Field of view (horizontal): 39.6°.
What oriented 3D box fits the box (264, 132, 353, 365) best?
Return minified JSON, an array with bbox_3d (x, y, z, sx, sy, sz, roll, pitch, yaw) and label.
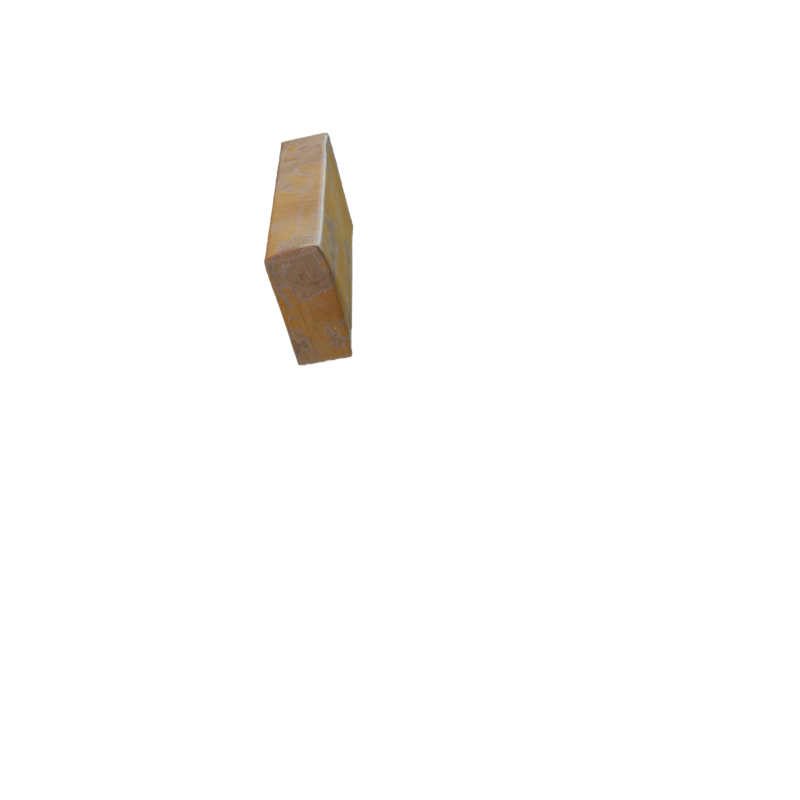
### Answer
[{"bbox_3d":[-0.064,-0.117,0.818,0.048,0.087,0.188,-12,35,5],"label":"box"}]
